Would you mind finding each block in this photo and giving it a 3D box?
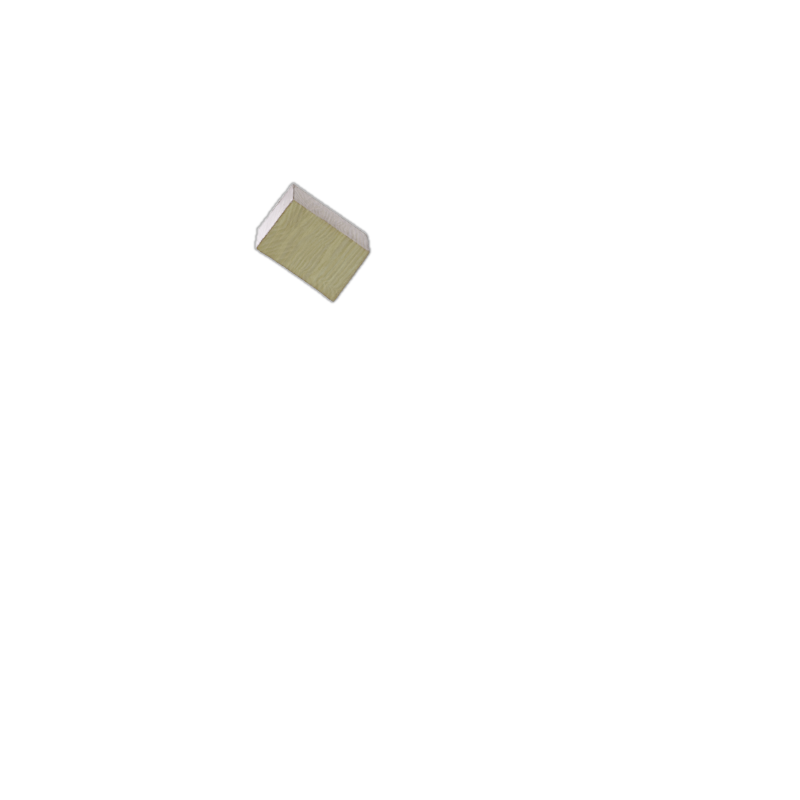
[{"bbox_3d":[-0.069,-0.127,0.887,0.076,0.052,0.054,35,16,-13],"label":"block"}]
